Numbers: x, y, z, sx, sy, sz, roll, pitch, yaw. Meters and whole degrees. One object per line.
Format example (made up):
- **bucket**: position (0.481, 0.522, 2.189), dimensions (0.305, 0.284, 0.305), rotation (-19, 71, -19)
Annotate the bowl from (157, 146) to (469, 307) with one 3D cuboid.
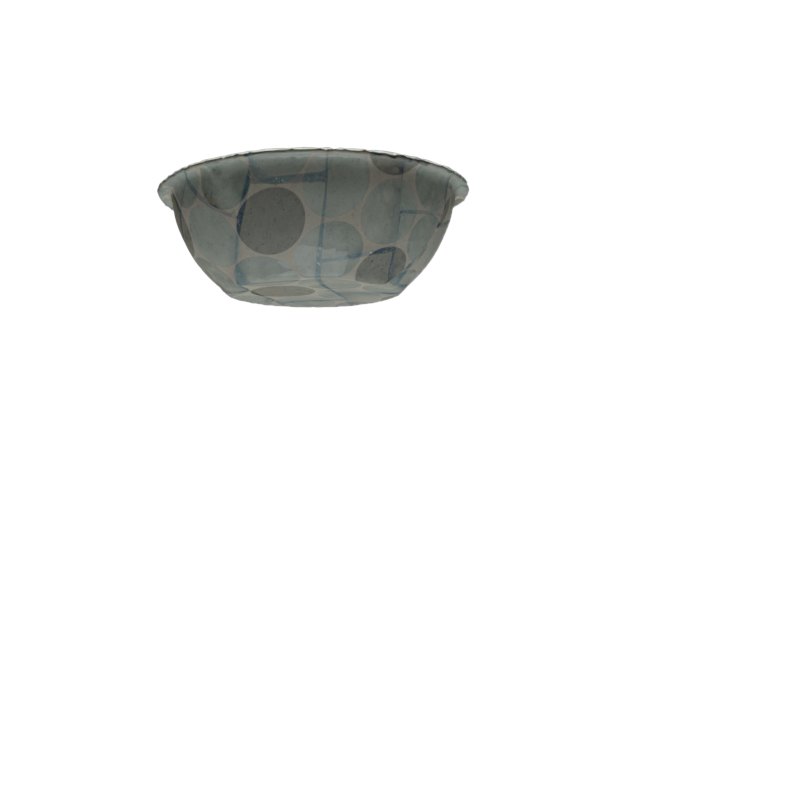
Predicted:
- **bowl**: position (-0.045, -0.082, 0.574), dimensions (0.162, 0.056, 0.159), rotation (0, -6, -2)
